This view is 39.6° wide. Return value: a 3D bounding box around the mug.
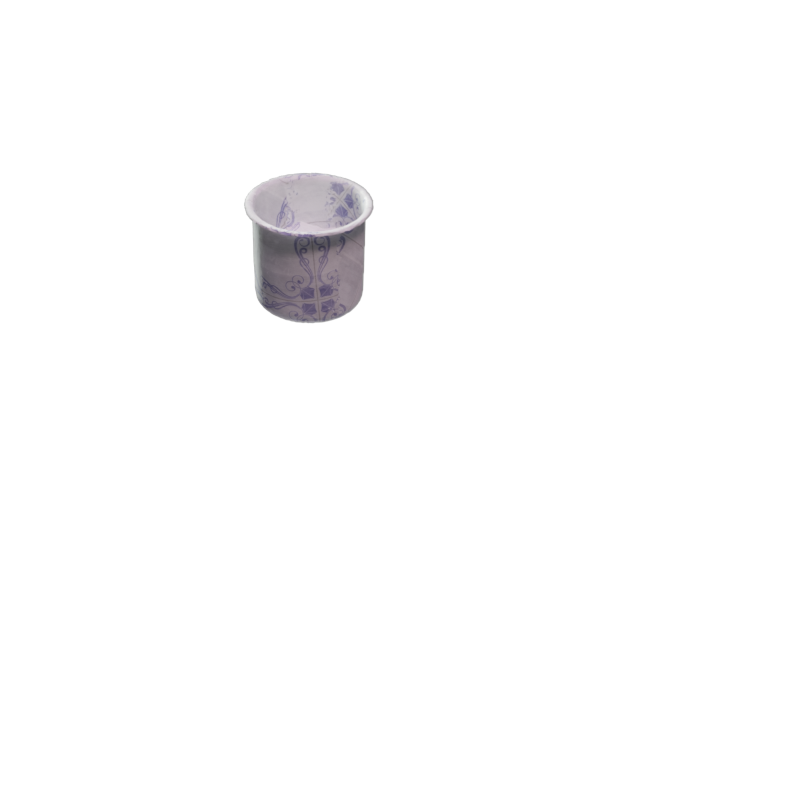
[{"bbox_3d":[-0.065,-0.118,0.826,0.095,0.076,0.123,8,36,10],"label":"mug"}]
